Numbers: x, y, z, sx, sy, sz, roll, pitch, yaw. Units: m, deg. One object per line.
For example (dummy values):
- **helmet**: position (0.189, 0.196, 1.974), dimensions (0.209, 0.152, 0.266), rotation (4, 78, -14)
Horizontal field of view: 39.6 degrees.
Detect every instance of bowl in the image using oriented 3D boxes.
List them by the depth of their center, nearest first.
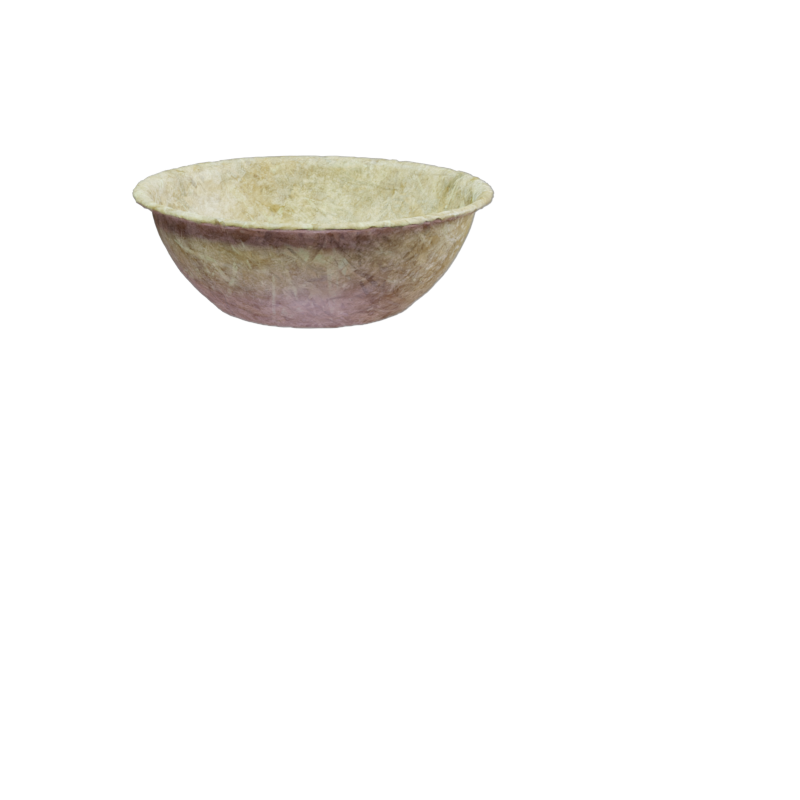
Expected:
- **bowl**: position (-0.040, -0.072, 0.505), dimensions (0.162, 0.053, 0.169), rotation (-1, 20, -2)
